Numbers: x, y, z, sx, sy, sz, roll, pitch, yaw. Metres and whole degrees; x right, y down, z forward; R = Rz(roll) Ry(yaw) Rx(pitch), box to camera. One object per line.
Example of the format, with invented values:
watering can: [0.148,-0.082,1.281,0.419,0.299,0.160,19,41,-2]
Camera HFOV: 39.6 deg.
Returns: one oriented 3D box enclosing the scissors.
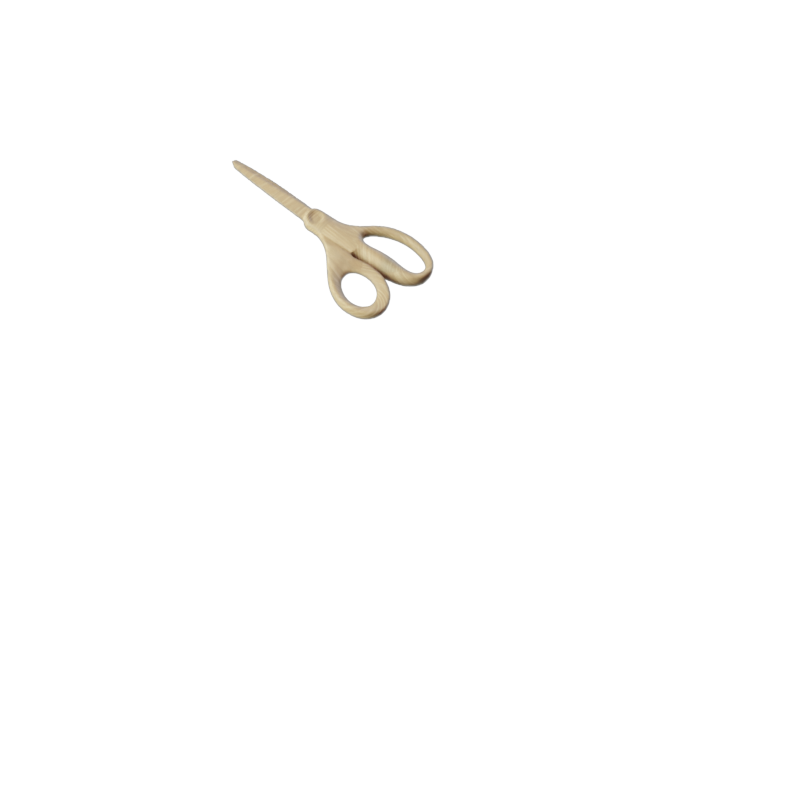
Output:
scissors: [-0.072,-0.132,0.926,0.208,0.100,0.015,23,-29,13]
